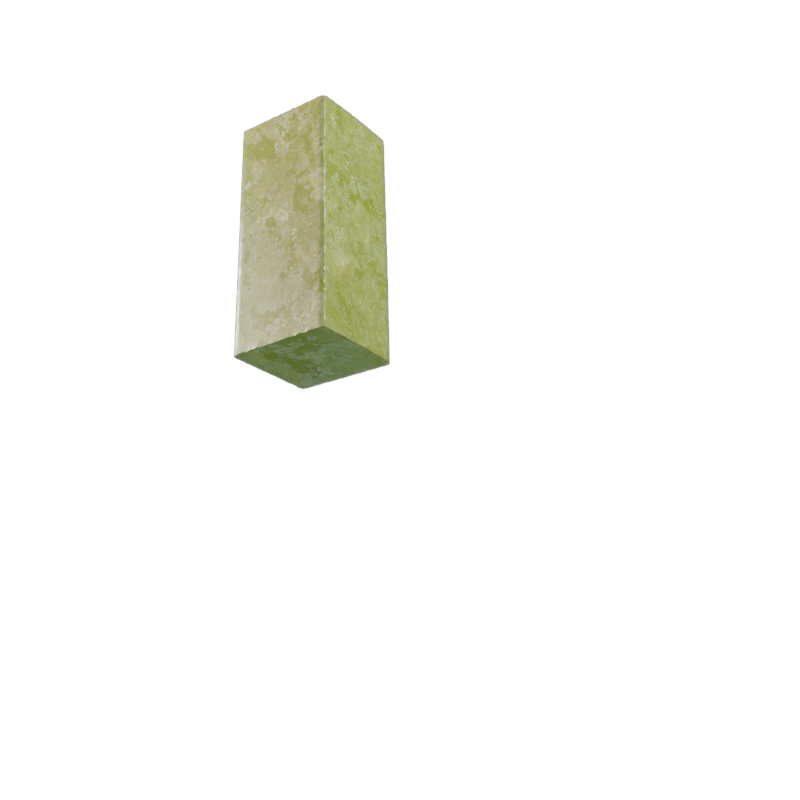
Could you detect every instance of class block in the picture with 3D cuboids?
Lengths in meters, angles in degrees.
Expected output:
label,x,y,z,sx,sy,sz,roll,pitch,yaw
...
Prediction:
label,x,y,z,sx,sy,sz,roll,pitch,yaw
block,-0.069,-0.128,0.895,0.092,0.219,0.084,-19,-31,31
